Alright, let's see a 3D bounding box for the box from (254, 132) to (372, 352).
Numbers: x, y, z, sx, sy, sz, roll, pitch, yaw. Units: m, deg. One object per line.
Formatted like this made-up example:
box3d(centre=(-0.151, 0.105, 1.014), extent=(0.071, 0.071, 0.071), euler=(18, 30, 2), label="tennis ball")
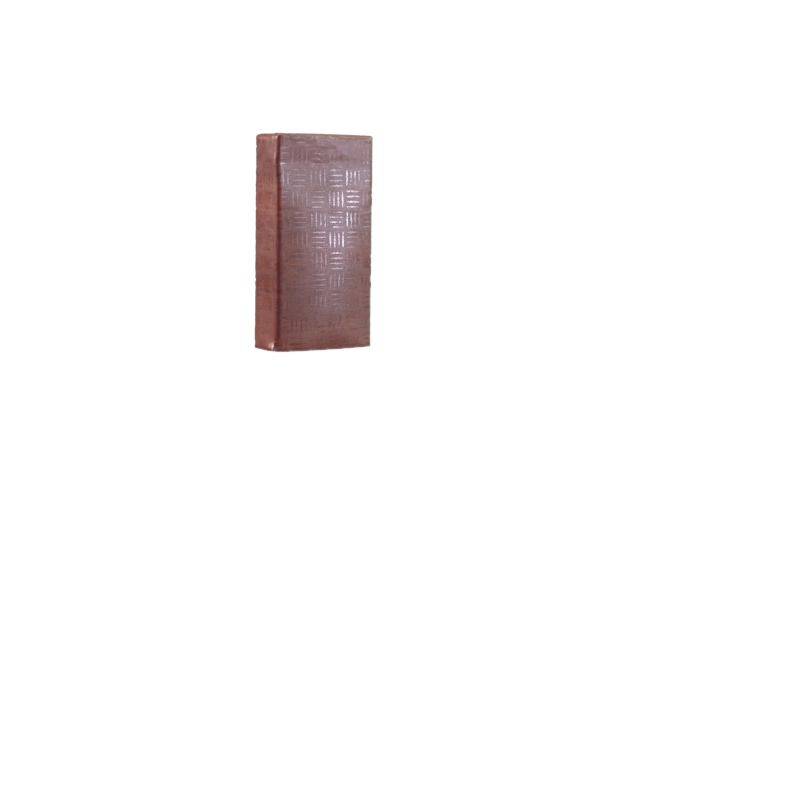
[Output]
box3d(centre=(-0.071, -0.130, 0.911), extent=(0.090, 0.175, 0.050), euler=(-2, 3, -33), label="box")
